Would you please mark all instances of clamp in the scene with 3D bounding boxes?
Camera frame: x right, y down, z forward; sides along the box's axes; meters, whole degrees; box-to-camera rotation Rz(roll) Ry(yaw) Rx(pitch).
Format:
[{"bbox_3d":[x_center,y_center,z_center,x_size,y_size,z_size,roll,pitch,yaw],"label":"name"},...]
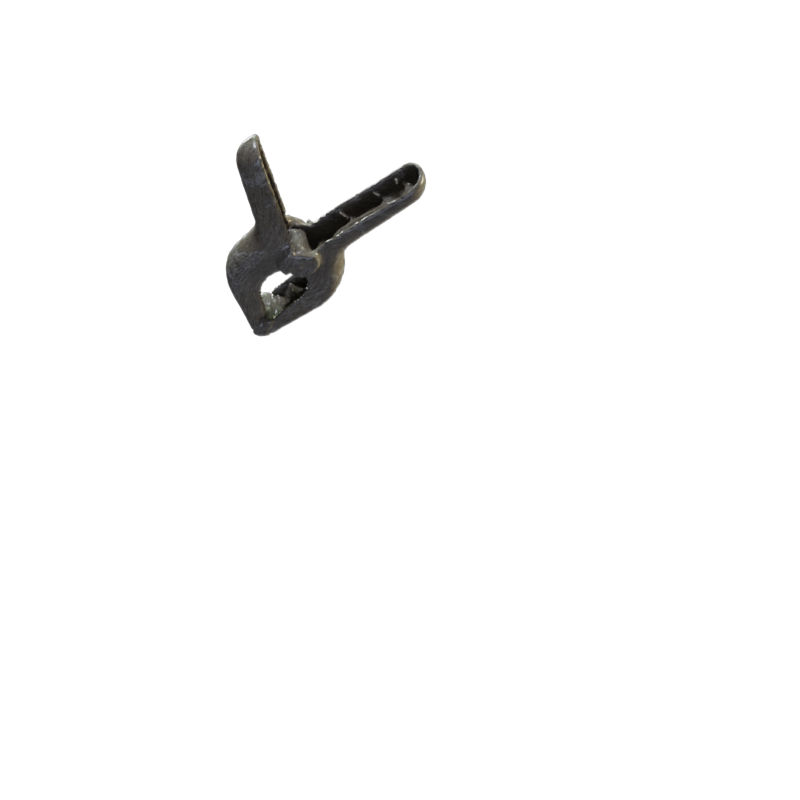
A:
[{"bbox_3d":[-0.057,-0.103,0.722,0.118,0.042,0.162,8,-36,-11],"label":"clamp"}]
